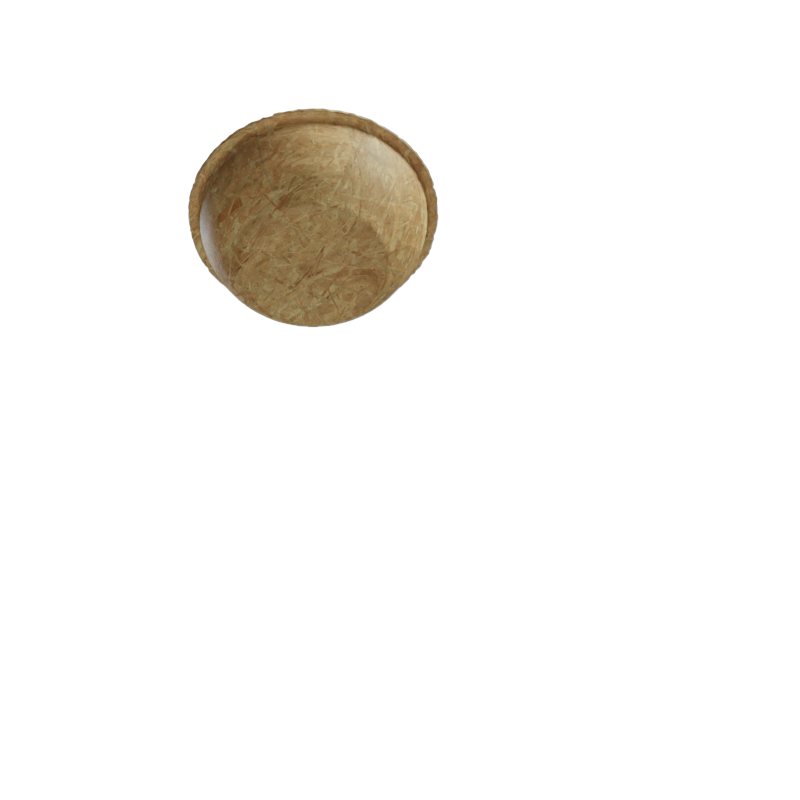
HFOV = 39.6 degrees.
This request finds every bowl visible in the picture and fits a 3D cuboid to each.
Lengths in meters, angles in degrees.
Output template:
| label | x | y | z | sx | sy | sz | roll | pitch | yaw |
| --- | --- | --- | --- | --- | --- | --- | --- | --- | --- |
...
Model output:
| label | x | y | z | sx | sy | sz | roll | pitch | yaw |
| --- | --- | --- | --- | --- | --- | --- | --- | --- | --- |
| bowl | -0.054 | -0.099 | 0.695 | 0.162 | 0.151 | 0.059 | 1 | 39 | -1 |
